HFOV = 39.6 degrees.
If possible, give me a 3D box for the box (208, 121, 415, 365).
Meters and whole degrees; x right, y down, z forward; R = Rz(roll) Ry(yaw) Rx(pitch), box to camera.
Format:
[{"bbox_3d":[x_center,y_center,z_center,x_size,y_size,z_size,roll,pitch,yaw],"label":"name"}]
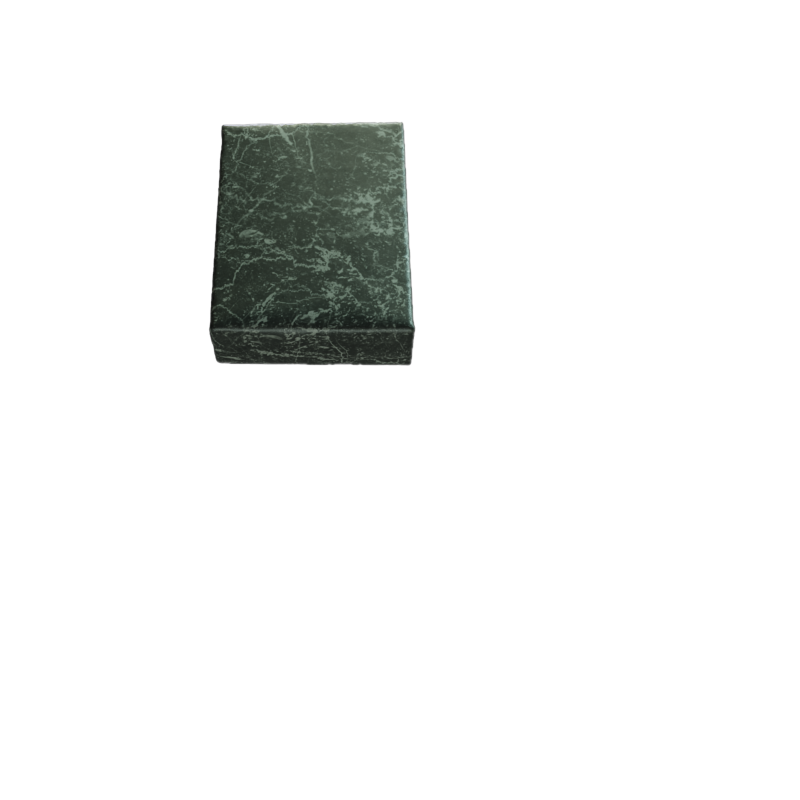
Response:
[{"bbox_3d":[-0.074,-0.136,0.949,0.164,0.228,0.067,-1,-32,-1],"label":"box"}]
